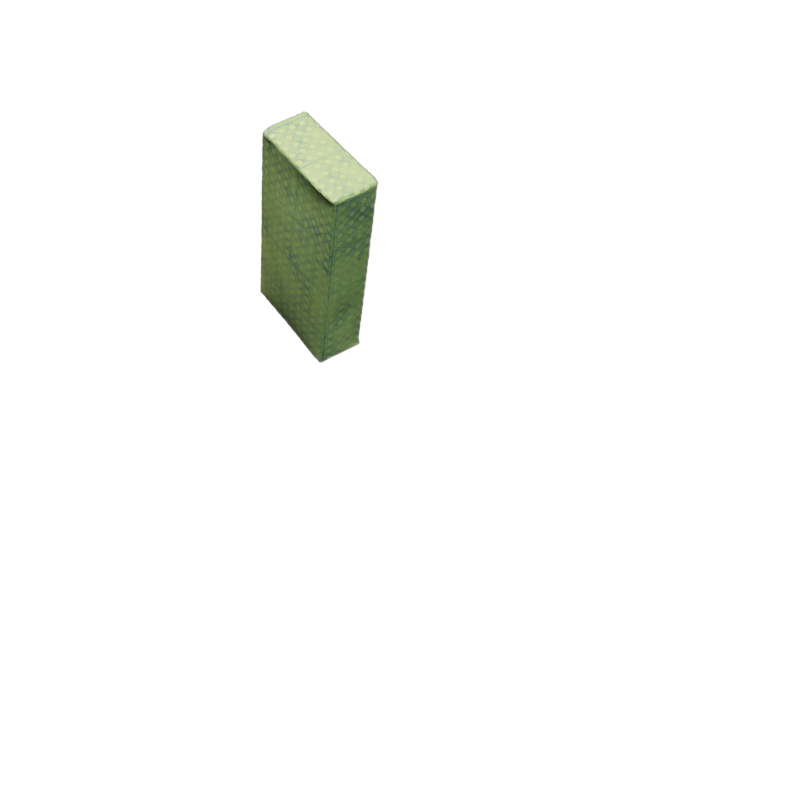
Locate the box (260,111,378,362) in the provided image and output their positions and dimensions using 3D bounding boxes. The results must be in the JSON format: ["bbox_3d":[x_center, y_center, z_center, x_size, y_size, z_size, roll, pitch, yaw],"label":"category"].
[{"bbox_3d":[-0.066,-0.119,0.833,0.048,0.100,0.164,-27,-33,-23],"label":"box"}]
